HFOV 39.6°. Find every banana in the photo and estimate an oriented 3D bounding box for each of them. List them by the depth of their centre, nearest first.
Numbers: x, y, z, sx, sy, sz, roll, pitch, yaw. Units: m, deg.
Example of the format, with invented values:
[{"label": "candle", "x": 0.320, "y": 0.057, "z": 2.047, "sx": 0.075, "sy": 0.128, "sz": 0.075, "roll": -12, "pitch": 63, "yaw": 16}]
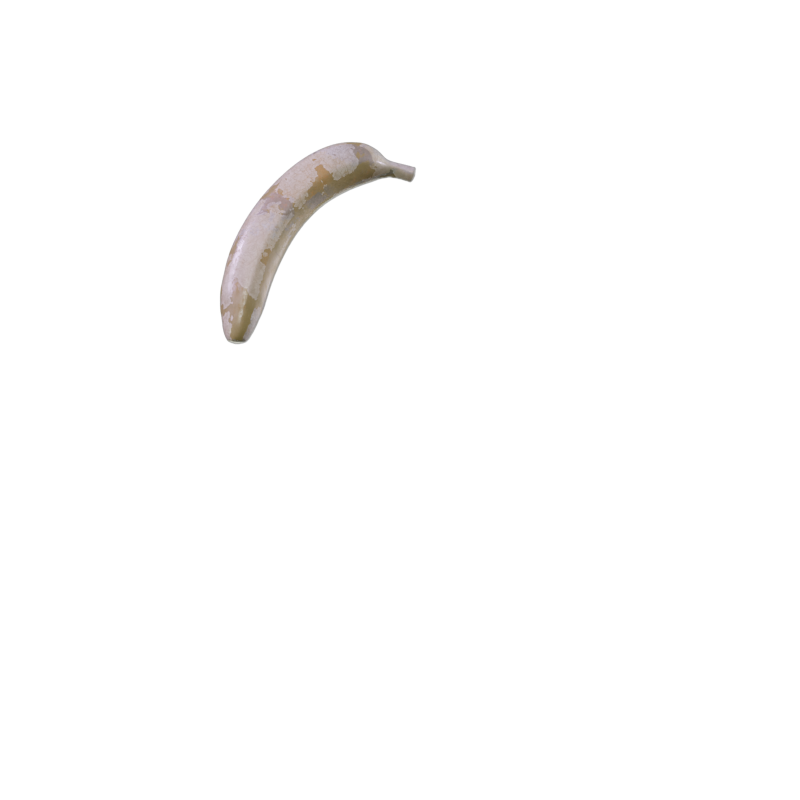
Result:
[{"label": "banana", "x": -0.074, "y": -0.128, "z": 0.804, "sx": 0.072, "sy": 0.201, "sz": 0.035, "roll": 37, "pitch": -21, "yaw": 15}]
